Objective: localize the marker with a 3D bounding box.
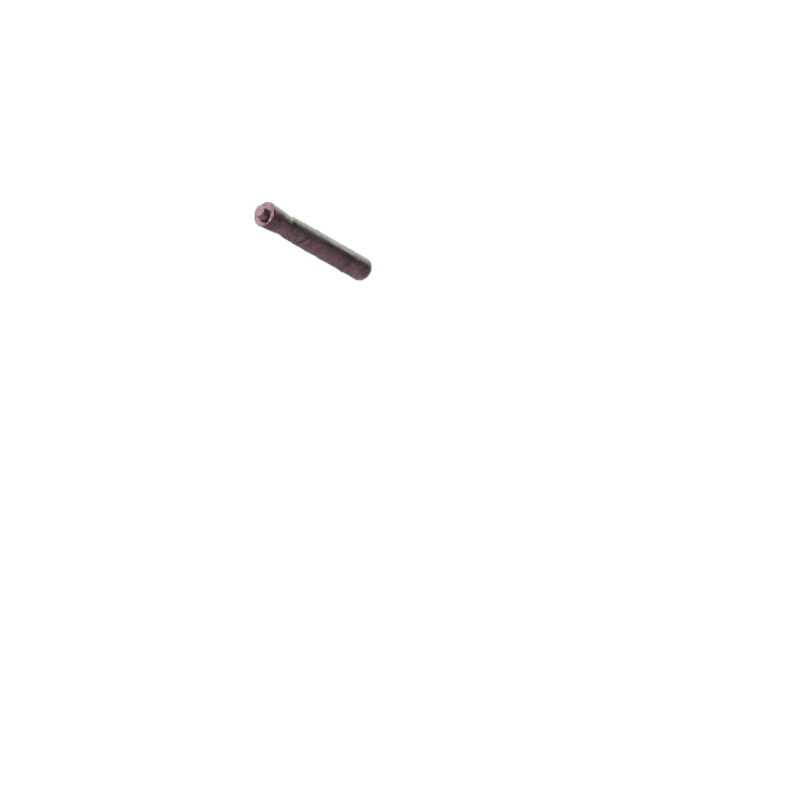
[{"bbox_3d":[-0.064,-0.117,0.818,0.021,0.020,0.113,3,-14,41],"label":"marker"}]
